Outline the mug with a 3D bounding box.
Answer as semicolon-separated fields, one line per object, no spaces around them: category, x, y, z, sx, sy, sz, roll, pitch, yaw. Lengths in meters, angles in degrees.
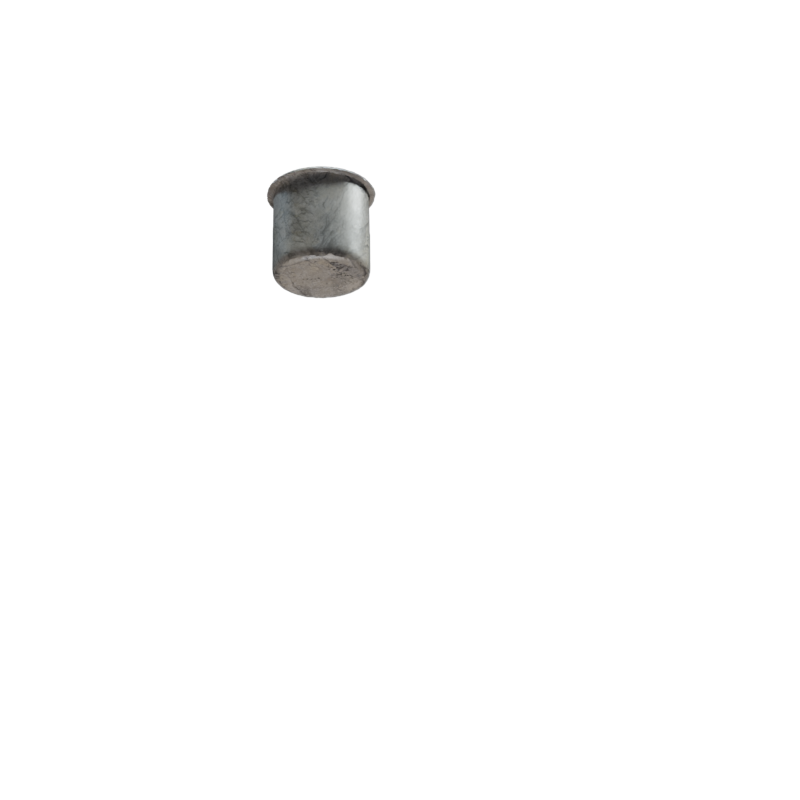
mug;-0.074;-0.135;0.943;0.088;0.086;0.117;16;-29;-33
